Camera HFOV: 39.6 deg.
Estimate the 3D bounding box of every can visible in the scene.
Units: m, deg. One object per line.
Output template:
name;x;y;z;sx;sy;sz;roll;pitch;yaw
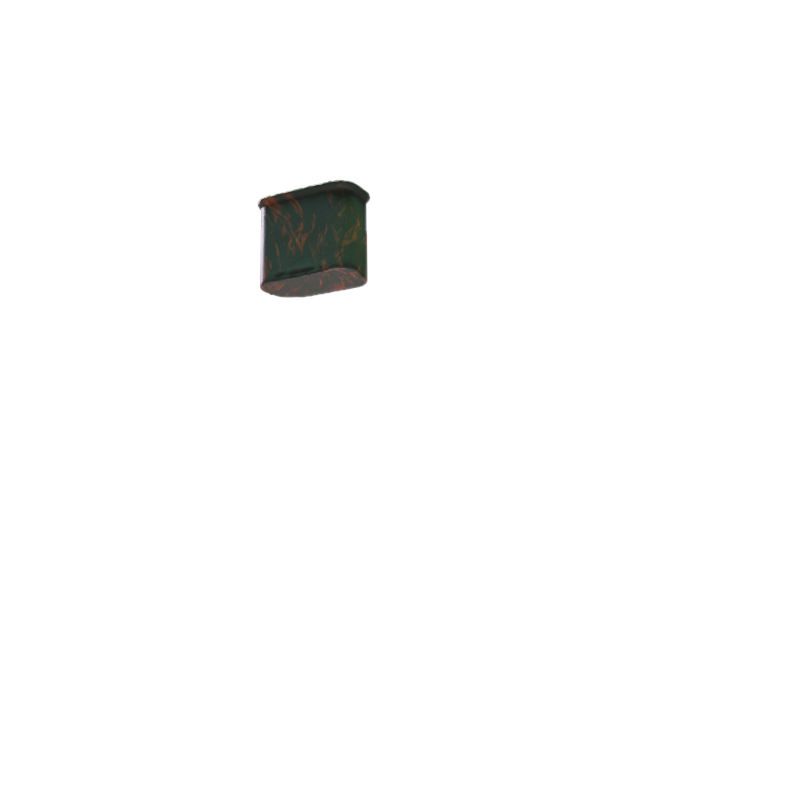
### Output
can;-0.078;-0.142;0.995;0.104;0.088;0.054;-10;-21;26
